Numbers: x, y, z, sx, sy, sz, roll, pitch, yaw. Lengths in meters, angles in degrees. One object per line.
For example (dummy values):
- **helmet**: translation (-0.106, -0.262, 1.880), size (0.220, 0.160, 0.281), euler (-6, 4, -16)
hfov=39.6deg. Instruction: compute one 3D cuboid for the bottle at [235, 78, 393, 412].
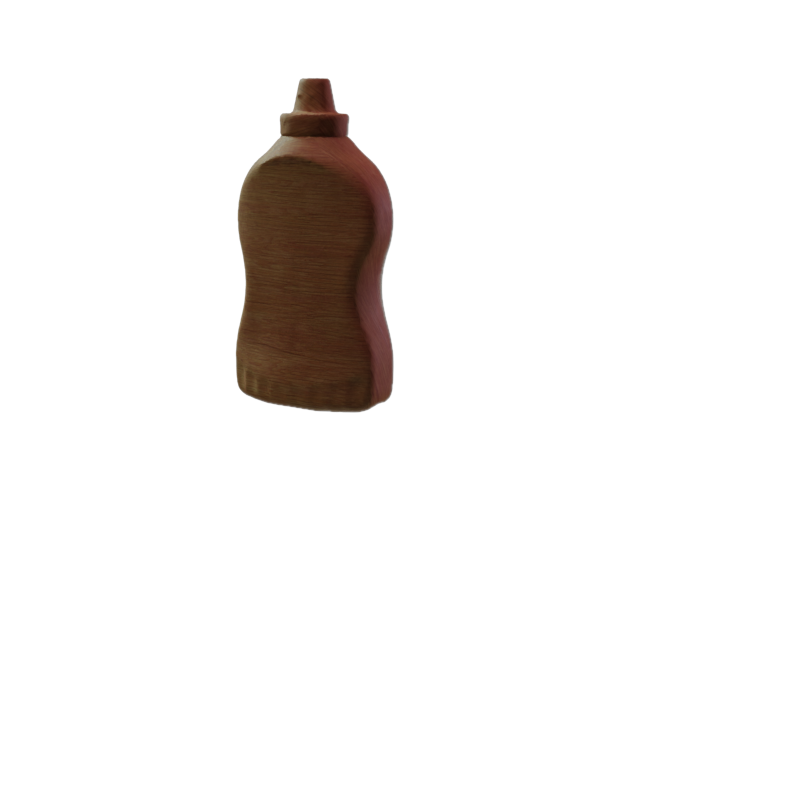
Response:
- **bottle**: translation (-0.051, -0.094, 0.658), size (0.100, 0.188, 0.057), euler (6, 9, 31)
